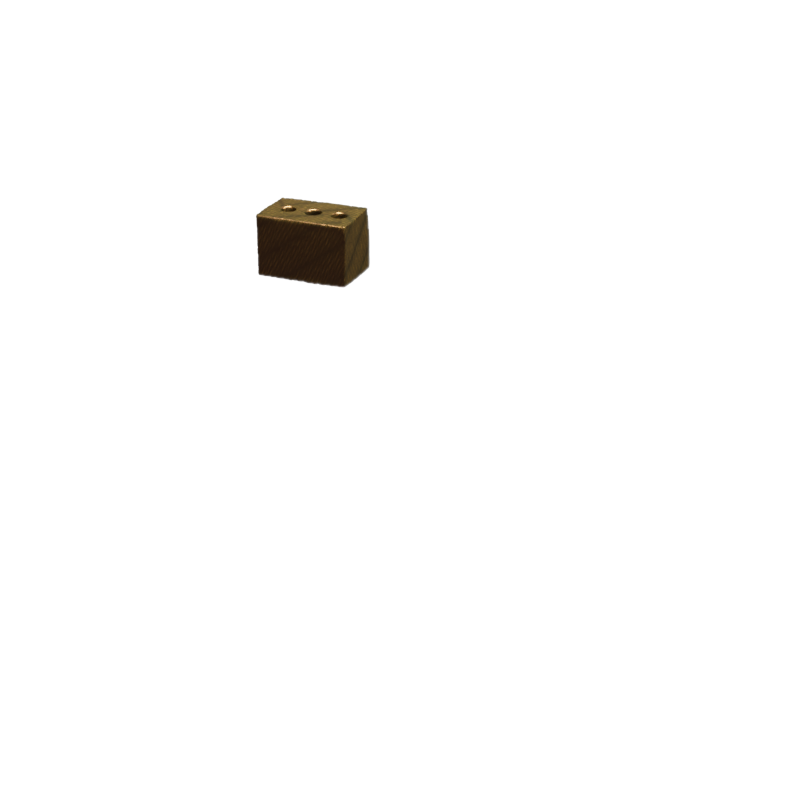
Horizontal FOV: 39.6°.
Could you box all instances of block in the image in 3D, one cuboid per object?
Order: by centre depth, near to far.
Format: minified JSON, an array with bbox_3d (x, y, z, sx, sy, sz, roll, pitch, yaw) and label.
[{"bbox_3d":[-0.069,-0.126,0.882,0.080,0.049,0.054,10,25,19],"label":"block"}]
